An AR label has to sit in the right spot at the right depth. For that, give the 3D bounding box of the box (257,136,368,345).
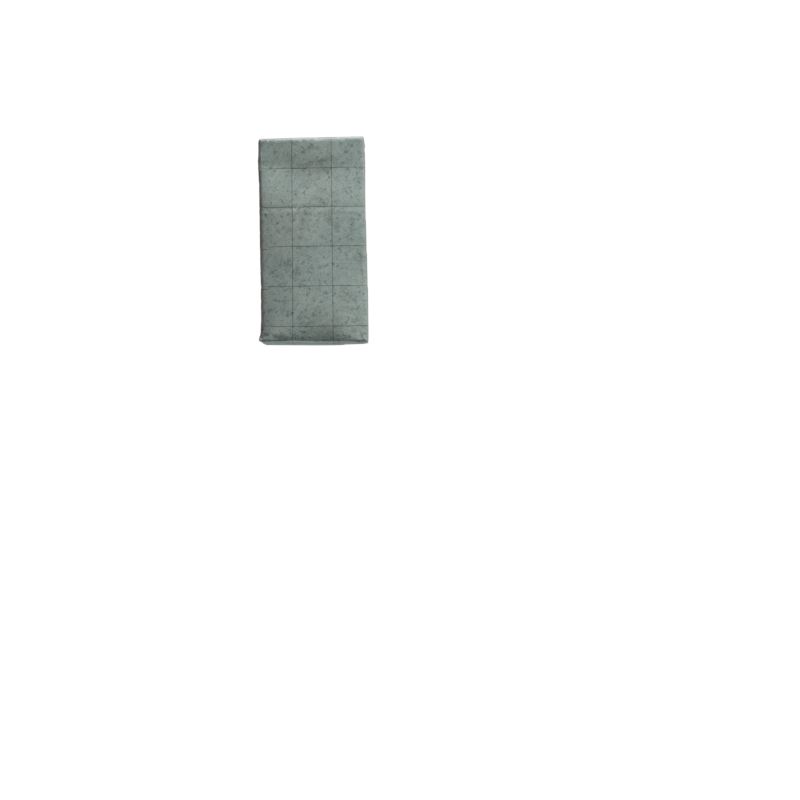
[{"bbox_3d":[-0.074,-0.136,0.952,0.094,0.180,0.047,-1,-8,2],"label":"box"}]
